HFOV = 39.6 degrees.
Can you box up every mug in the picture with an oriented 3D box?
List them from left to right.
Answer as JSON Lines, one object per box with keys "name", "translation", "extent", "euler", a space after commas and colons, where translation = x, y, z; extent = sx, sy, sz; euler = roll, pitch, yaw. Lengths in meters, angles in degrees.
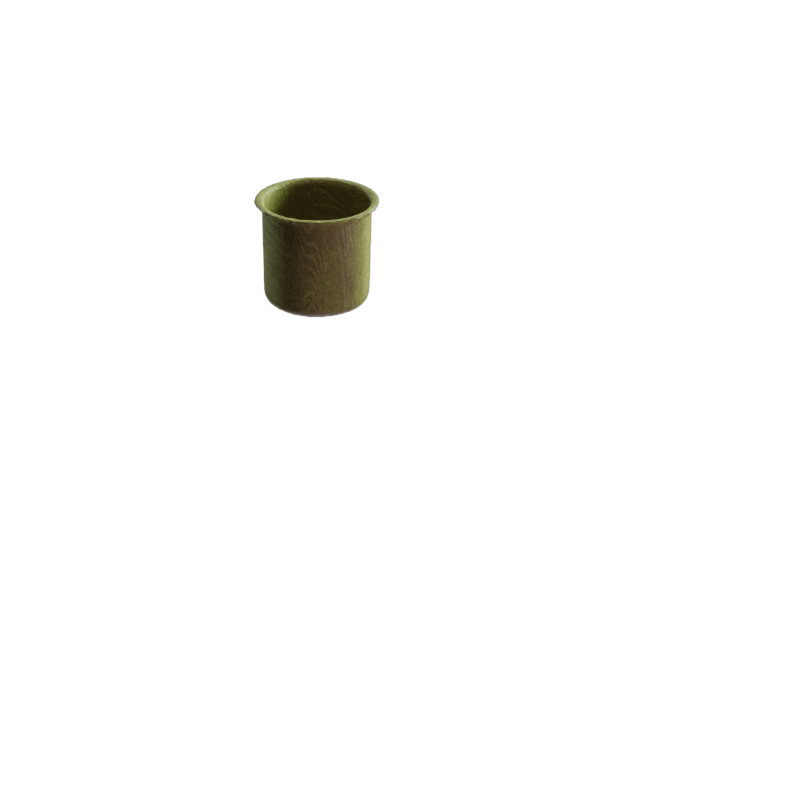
{"name": "mug", "translation": [-0.067, -0.121, 0.851], "extent": [0.092, 0.077, 0.126], "euler": [-7, 30, -14]}
